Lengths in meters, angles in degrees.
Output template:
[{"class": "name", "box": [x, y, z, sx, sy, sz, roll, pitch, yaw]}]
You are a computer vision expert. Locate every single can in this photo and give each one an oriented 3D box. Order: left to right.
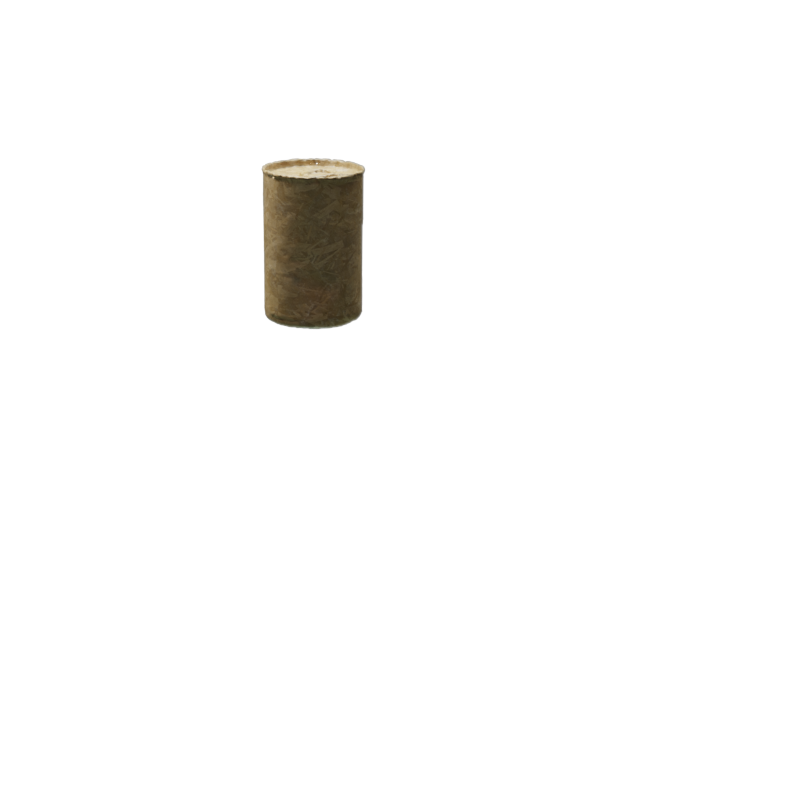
[{"class": "can", "box": [-0.058, -0.106, 0.741, 0.068, 0.099, 0.071, 0, 17, -2]}]
